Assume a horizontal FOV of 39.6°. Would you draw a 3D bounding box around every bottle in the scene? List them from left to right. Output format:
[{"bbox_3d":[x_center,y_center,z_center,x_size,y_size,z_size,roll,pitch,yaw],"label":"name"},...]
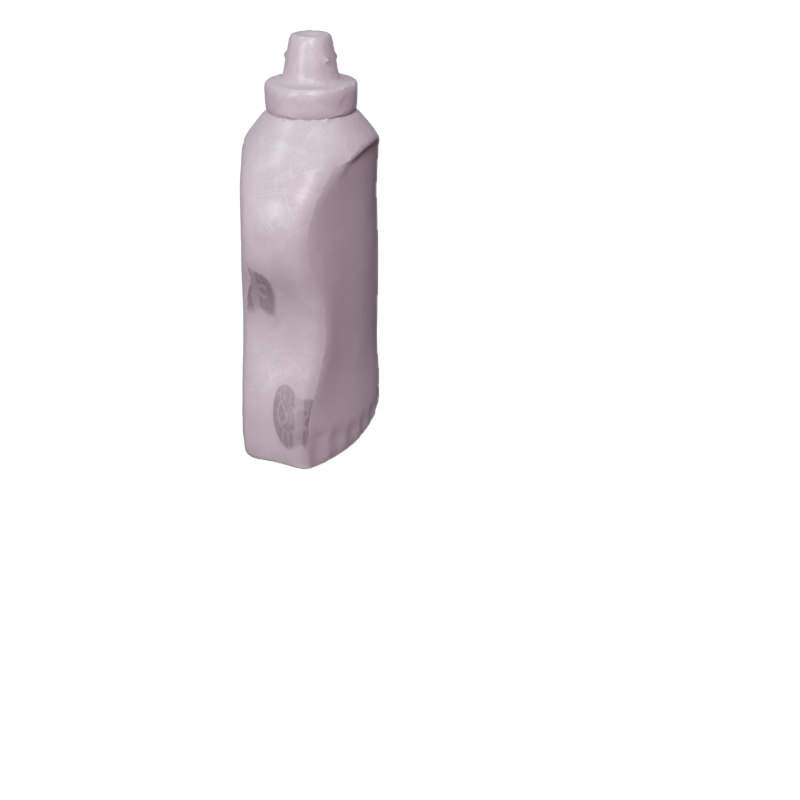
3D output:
[{"bbox_3d":[-0.040,-0.073,0.511,0.060,0.182,0.098,10,25,19],"label":"bottle"}]
